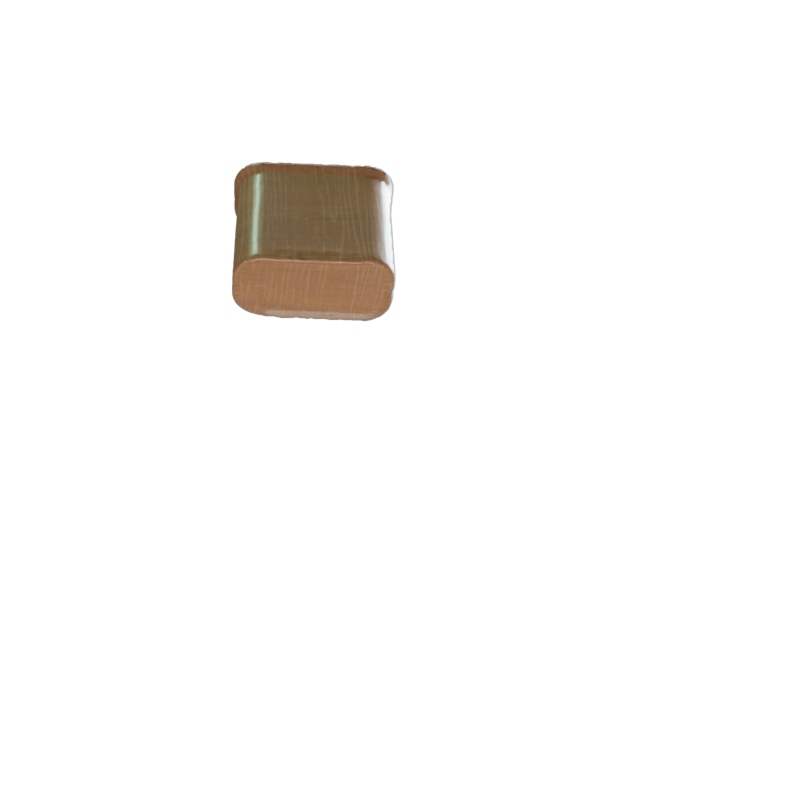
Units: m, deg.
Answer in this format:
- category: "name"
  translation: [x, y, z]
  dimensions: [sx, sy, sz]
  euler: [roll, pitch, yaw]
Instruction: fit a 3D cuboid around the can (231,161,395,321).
- category: "can"
  translation: [-0.053, -0.097, 0.683]
  dimensions: [0.101, 0.090, 0.054]
  euler: [1, -43, -3]
